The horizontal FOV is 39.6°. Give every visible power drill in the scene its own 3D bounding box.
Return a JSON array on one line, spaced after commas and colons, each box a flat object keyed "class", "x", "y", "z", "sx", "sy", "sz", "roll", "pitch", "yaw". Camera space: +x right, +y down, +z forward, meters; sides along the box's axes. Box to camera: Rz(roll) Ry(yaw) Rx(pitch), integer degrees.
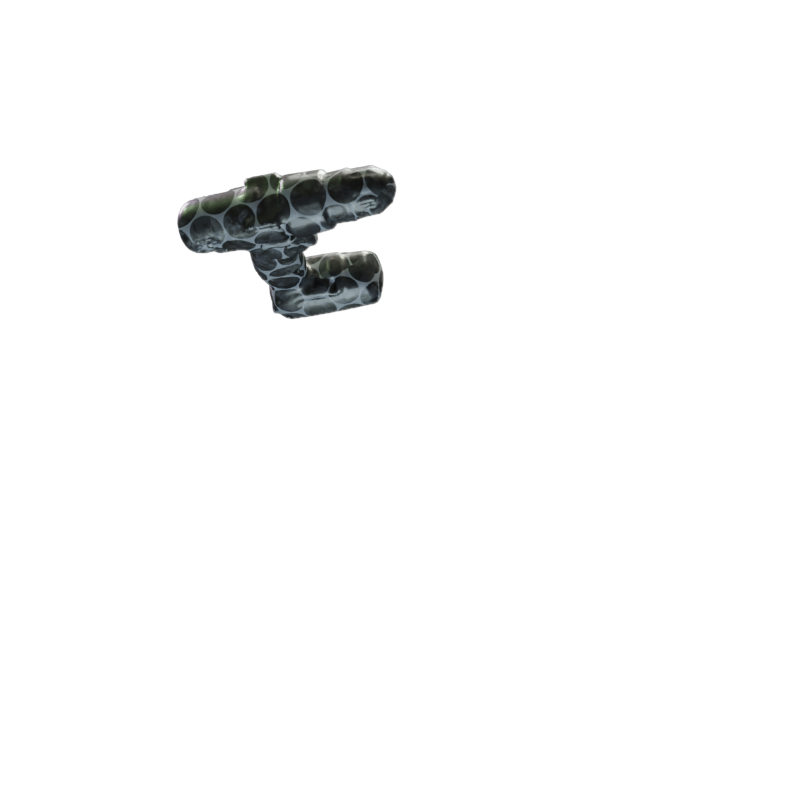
[{"class": "power drill", "x": -0.075, "y": -0.137, "z": 0.956, "sx": 0.187, "sy": 0.061, "sz": 0.175, "roll": -7, "pitch": -23, "yaw": 16}]
